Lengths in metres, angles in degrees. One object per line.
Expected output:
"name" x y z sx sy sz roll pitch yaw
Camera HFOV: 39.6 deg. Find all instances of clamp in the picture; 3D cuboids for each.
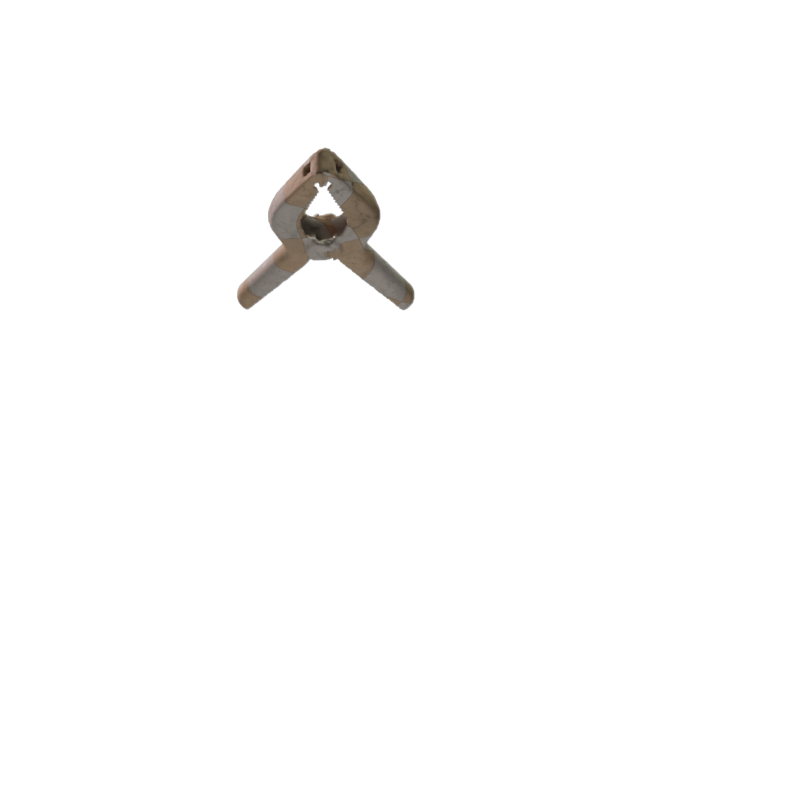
"clamp" -0.076 -0.138 0.969 0.165 0.039 0.195 -3 -32 5
